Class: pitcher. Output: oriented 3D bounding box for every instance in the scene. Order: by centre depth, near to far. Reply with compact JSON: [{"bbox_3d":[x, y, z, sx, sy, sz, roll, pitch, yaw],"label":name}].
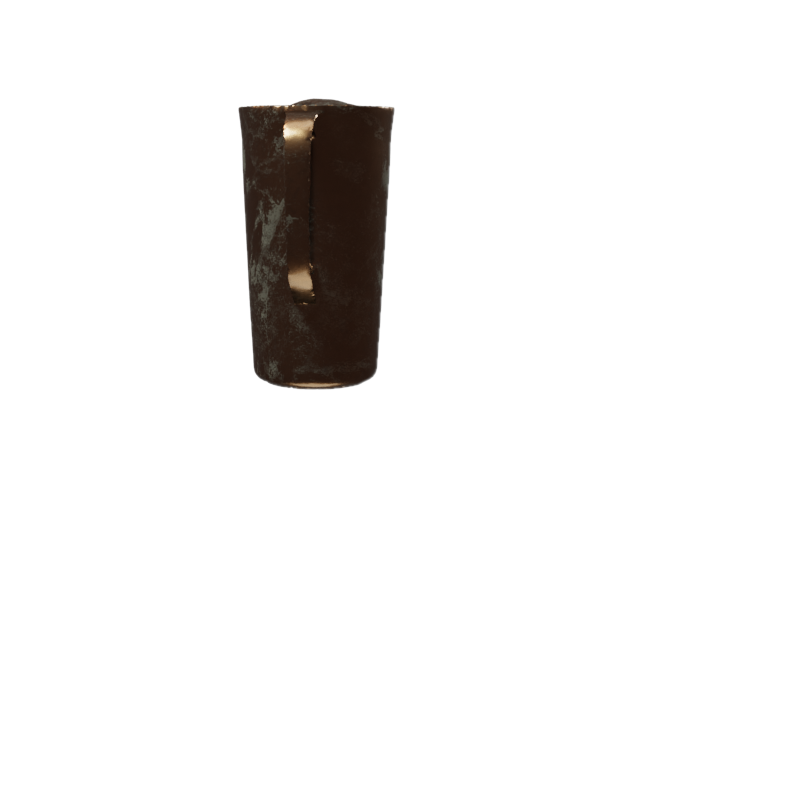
[{"bbox_3d":[-0.074,-0.135,0.947,0.144,0.240,0.152,-5,9,-40],"label":"pitcher"}]
